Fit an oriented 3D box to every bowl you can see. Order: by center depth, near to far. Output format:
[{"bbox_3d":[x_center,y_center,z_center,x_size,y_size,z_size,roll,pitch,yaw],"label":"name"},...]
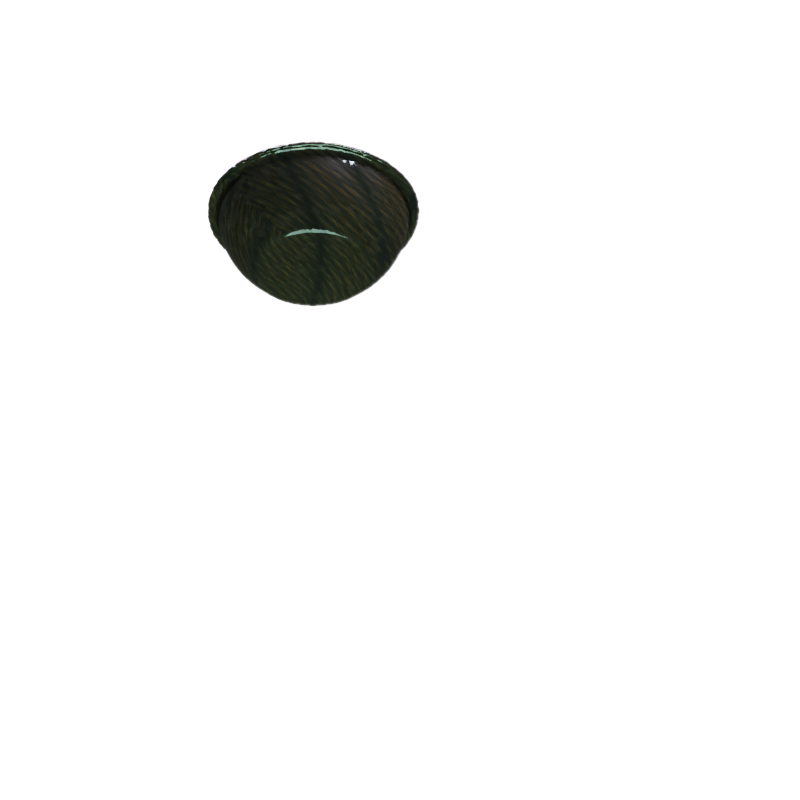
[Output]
[{"bbox_3d":[-0.065,-0.119,0.831,0.162,0.059,0.151,1,-34,-2],"label":"bowl"}]
